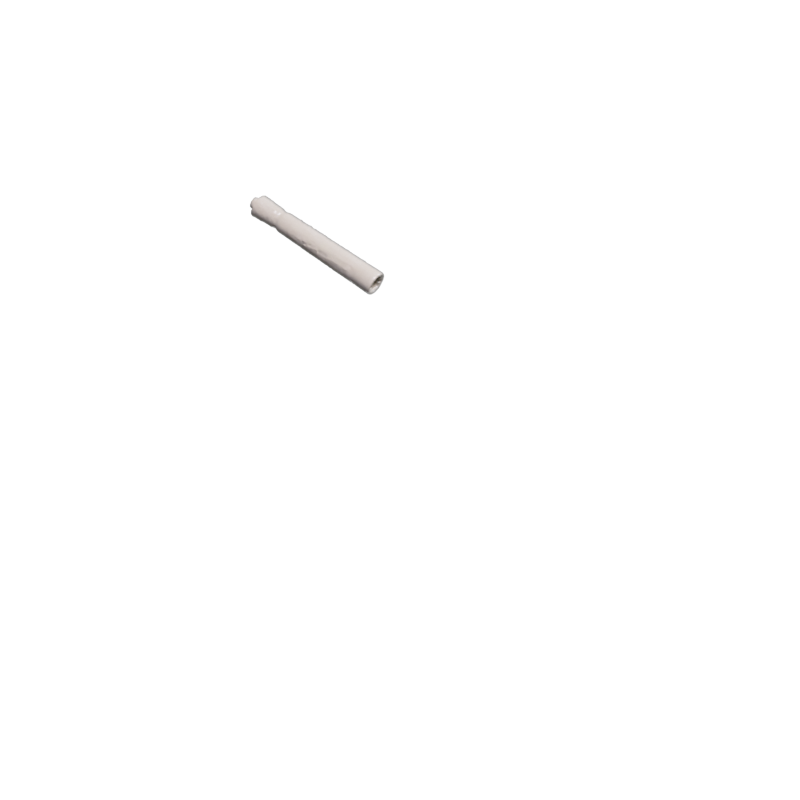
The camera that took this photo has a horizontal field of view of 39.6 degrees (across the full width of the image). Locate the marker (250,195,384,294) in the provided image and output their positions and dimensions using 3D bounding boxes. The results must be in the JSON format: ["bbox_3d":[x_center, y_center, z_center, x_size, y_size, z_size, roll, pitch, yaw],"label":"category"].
[{"bbox_3d":[-0.065,-0.118,0.826,0.127,0.019,0.019,36,18,23],"label":"marker"}]
